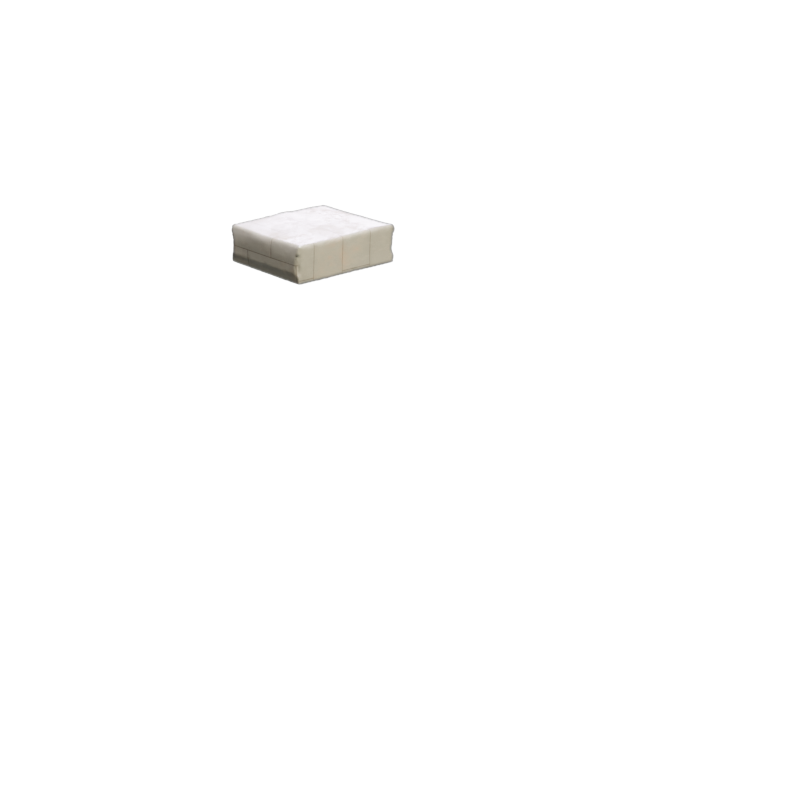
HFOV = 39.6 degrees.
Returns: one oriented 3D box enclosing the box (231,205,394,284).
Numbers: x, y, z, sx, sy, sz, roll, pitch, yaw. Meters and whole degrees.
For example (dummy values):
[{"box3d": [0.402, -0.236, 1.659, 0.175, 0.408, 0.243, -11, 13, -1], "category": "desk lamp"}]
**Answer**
[{"box3d": [-0.060, -0.109, 0.766, 0.088, 0.029, 0.078, -20, 30, -39], "category": "box"}]
